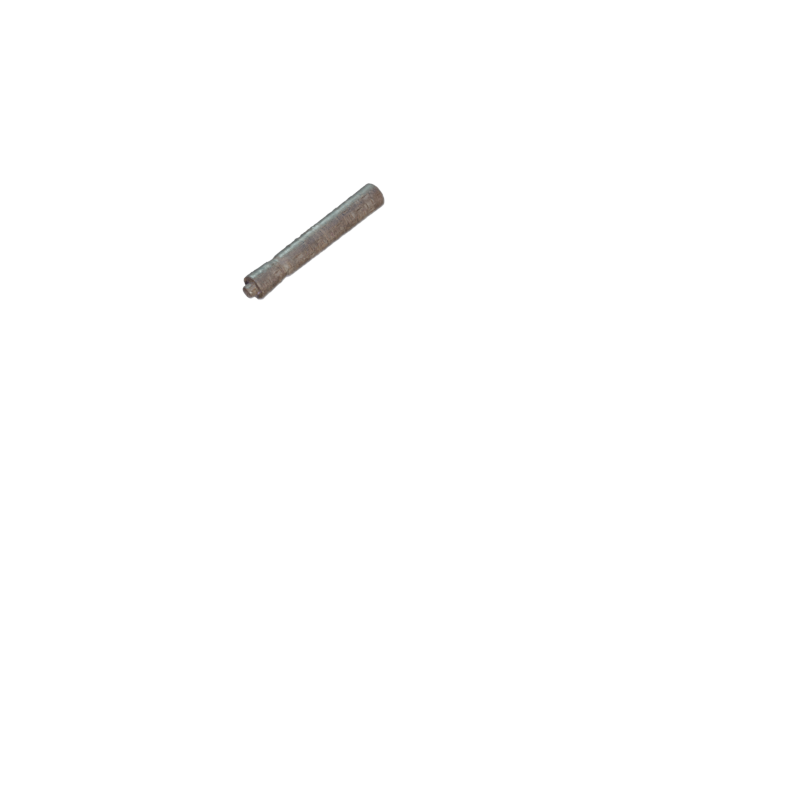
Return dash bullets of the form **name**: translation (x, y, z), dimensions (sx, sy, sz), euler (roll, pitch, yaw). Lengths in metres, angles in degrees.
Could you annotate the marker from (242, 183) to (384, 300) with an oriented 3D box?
- **marker**: translation (-0.058, -0.106, 0.740), dimensions (0.122, 0.019, 0.021), euler (-42, 25, -26)
